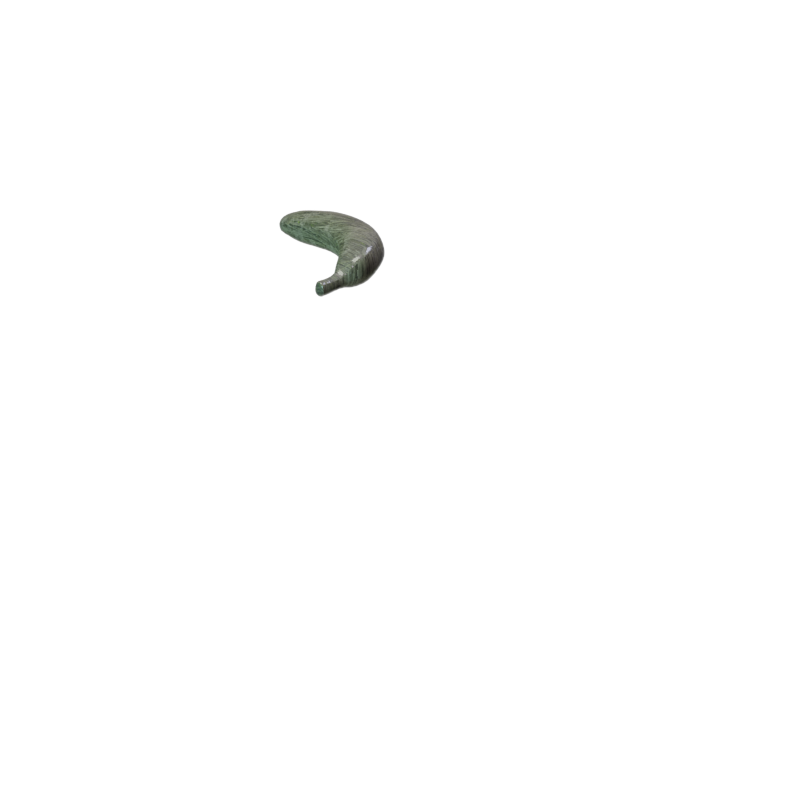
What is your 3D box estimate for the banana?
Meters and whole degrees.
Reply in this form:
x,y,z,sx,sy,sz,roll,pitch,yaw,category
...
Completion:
x,y,z,sx,sy,sz,roll,pitch,yaw,category
-0.055,-0.134,0.939,0.069,0.035,0.209,-4,22,-13,banana
